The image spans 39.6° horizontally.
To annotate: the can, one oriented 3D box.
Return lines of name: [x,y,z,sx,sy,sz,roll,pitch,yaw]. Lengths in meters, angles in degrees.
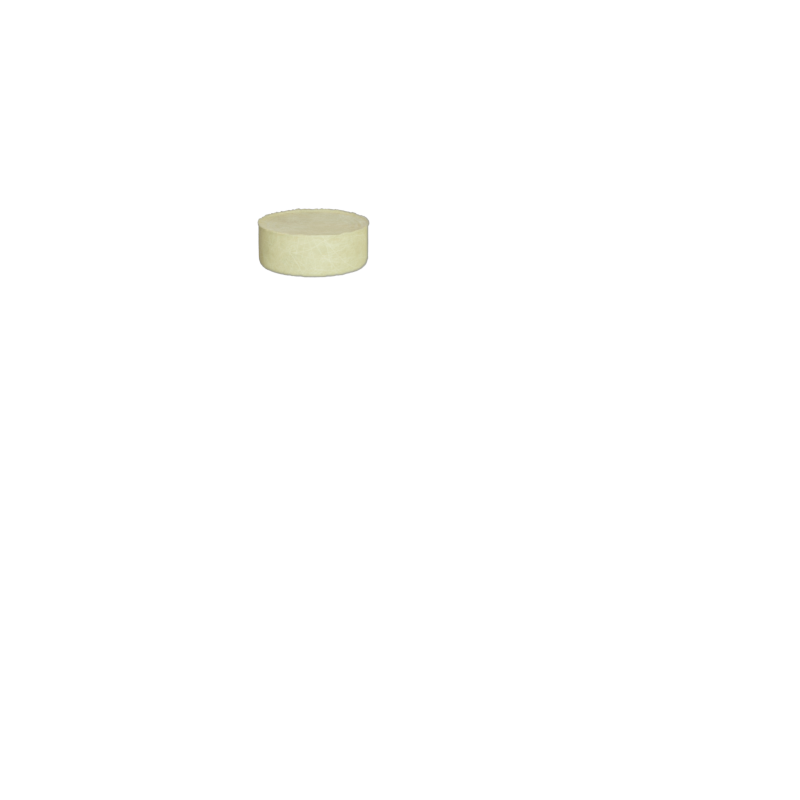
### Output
can: [-0.067,-0.122,0.853,0.086,0.032,0.090,-1,22,-2]
